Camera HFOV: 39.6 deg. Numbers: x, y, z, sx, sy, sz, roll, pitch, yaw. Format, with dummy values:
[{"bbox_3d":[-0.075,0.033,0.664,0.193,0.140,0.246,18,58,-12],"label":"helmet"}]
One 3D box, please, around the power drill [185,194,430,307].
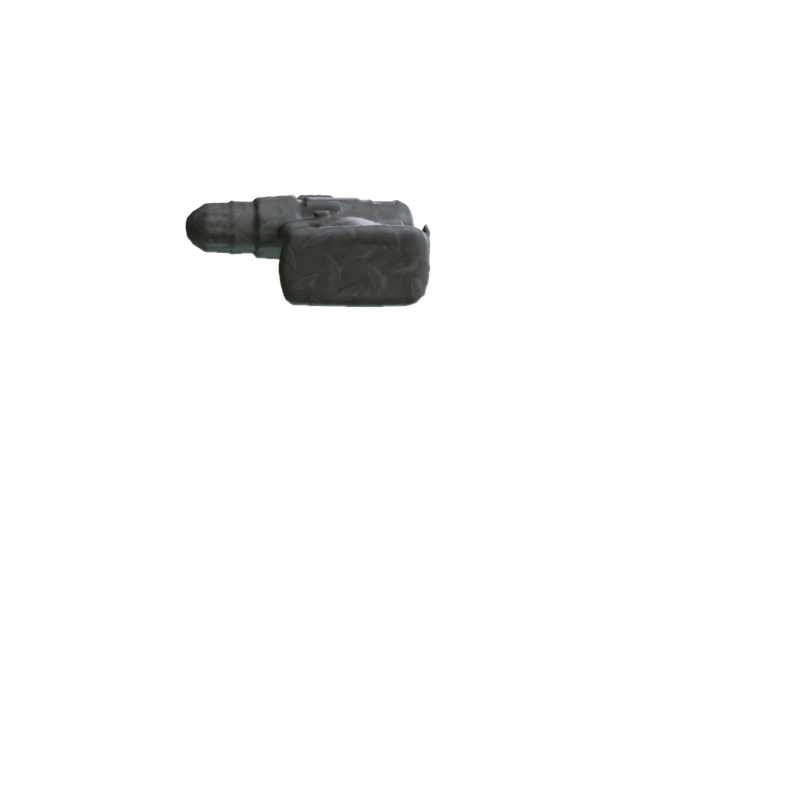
[{"bbox_3d":[-0.065,-0.119,0.830,0.182,0.055,0.197,-4,19,-11],"label":"power drill"}]
